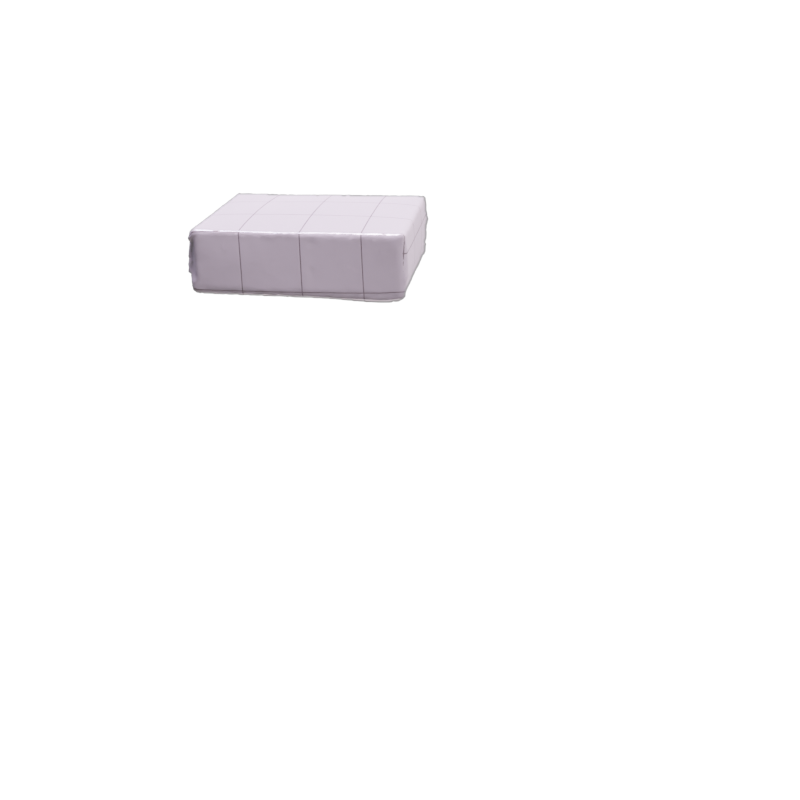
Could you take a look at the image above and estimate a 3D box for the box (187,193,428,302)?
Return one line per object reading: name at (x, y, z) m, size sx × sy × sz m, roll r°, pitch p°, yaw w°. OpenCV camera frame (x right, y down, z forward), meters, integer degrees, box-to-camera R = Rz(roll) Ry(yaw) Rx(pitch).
box at (-0.046, -0.085, 0.592) m, size 0.115 × 0.037 × 0.092 m, roll 4°, pitch 23°, yaw 10°
